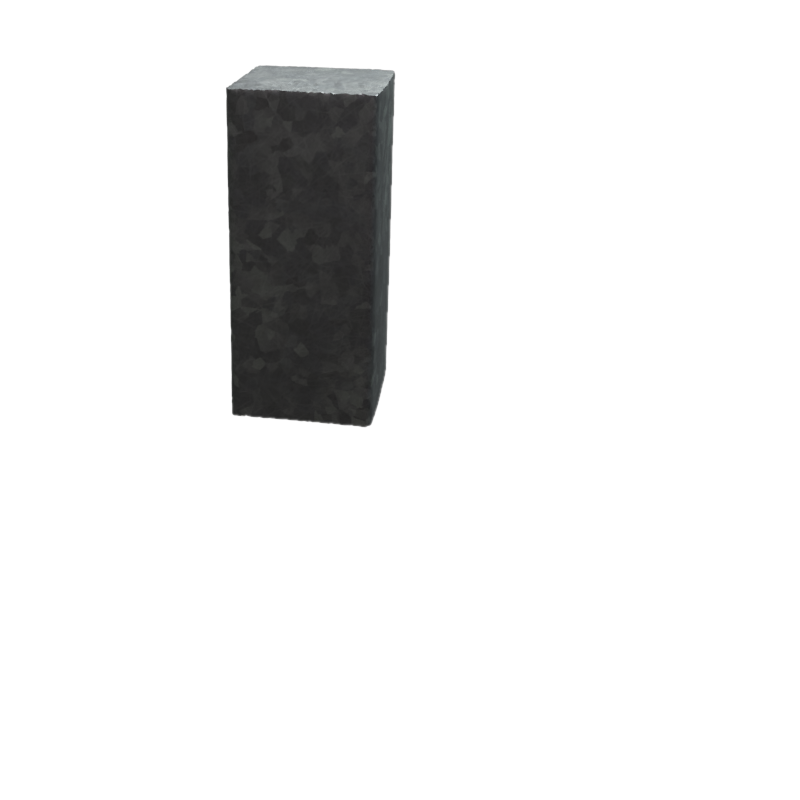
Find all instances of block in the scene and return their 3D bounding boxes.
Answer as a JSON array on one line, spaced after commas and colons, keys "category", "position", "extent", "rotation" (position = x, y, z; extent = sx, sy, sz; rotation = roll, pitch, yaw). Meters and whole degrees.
[{"category": "block", "position": [-0.054, -0.099, 0.695], "extent": [0.092, 0.197, 0.093], "rotation": [4, 20, 7]}]
